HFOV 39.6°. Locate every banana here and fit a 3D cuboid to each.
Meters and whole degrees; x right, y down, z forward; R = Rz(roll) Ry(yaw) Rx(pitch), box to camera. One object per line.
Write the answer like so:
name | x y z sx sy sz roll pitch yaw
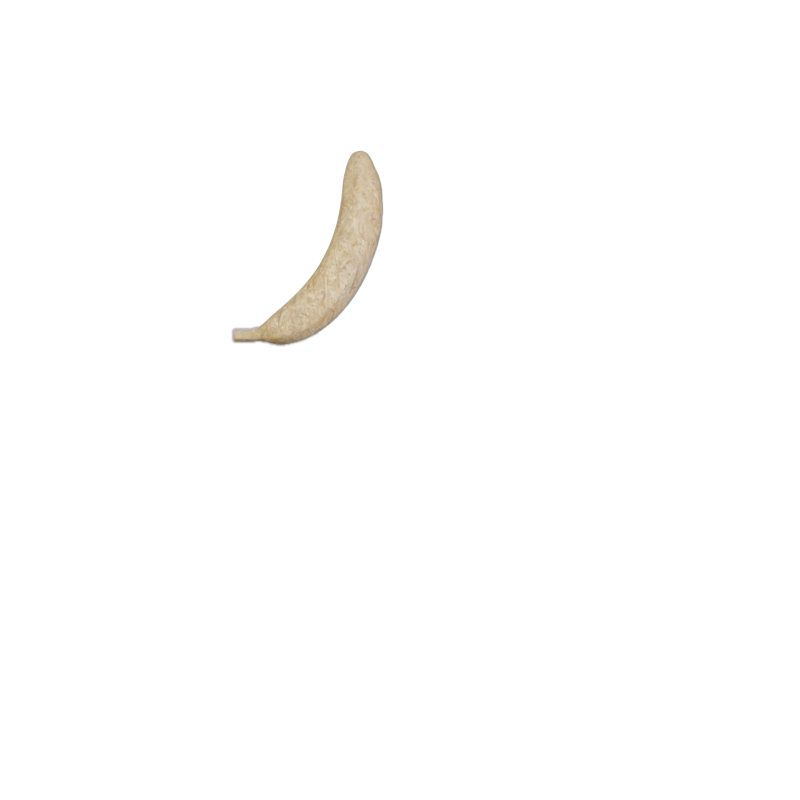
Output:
banana | -0.057 -0.117 0.903 0.071 0.203 0.035 28 -20 10
